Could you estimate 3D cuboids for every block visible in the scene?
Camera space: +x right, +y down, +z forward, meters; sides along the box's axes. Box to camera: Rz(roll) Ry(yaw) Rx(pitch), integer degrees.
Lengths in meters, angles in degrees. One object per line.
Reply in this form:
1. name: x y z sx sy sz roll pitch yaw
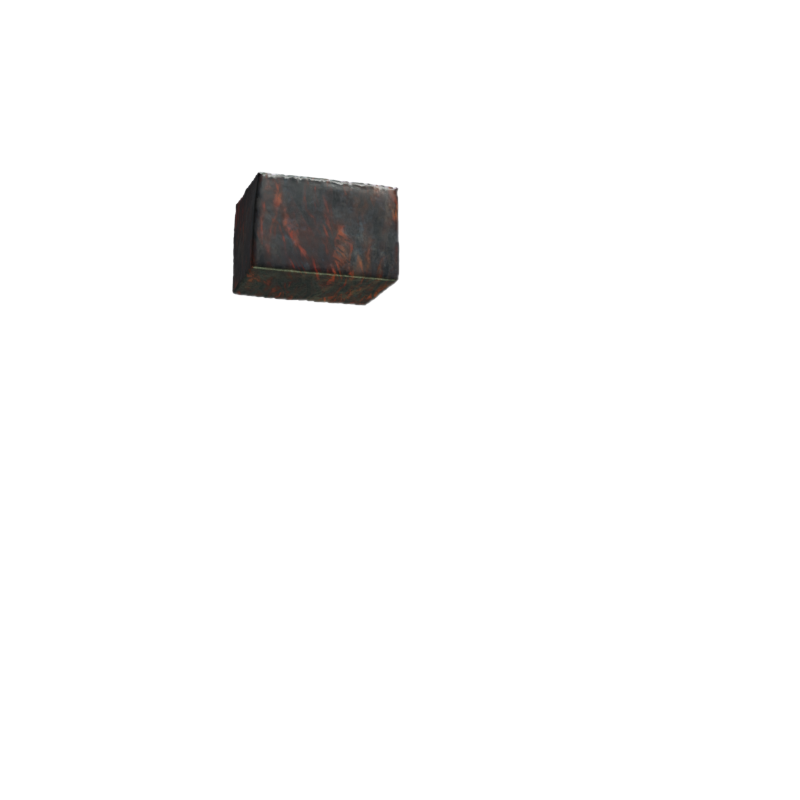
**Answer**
1. block: -0.045 -0.083 0.579 0.076 0.053 0.052 4 -15 -18
